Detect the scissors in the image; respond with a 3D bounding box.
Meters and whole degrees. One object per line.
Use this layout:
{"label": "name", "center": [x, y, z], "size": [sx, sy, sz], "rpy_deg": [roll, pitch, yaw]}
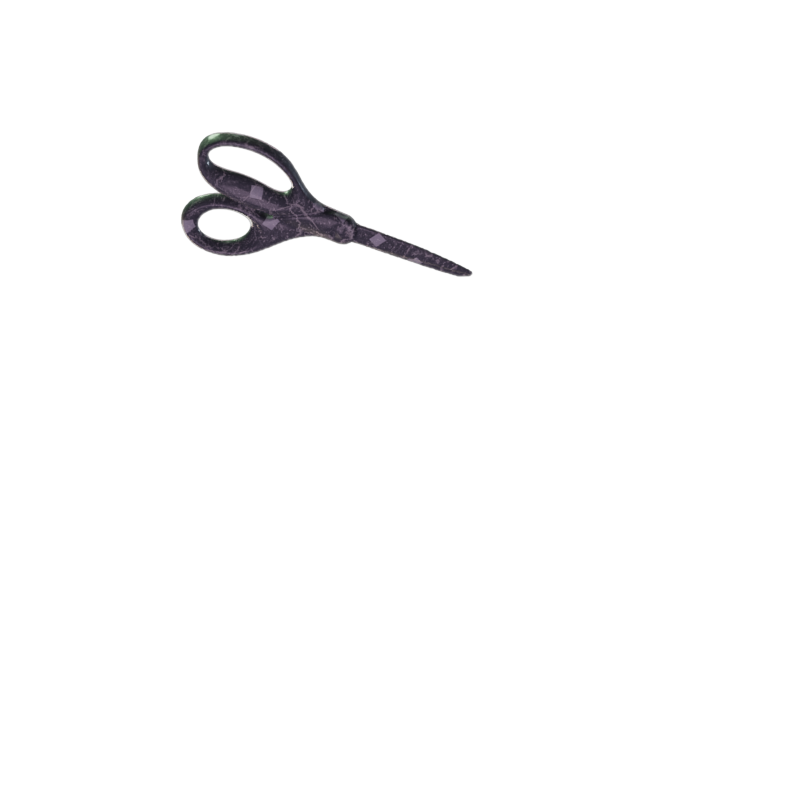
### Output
{"label": "scissors", "center": [-0.057, -0.105, 0.732], "size": [0.192, 0.017, 0.094], "rpy_deg": [32, -58, -23]}
